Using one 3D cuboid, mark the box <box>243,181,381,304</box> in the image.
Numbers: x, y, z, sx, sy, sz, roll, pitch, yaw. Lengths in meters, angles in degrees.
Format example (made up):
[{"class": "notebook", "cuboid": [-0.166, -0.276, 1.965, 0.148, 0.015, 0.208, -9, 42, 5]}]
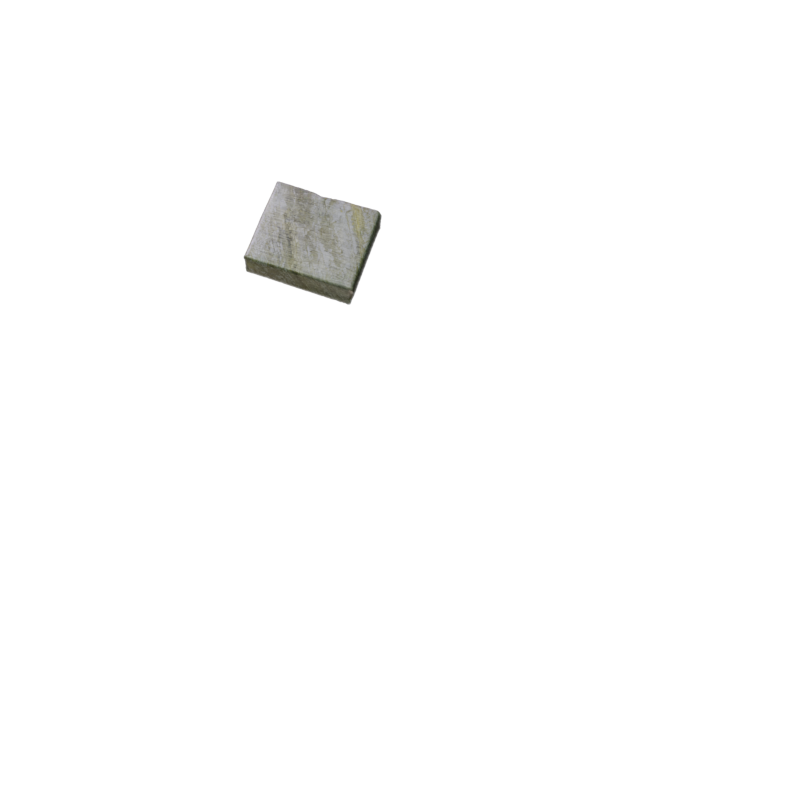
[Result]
[{"class": "box", "cuboid": [-0.067, -0.123, 0.863, 0.091, 0.076, 0.028, 17, -26, 8]}]
